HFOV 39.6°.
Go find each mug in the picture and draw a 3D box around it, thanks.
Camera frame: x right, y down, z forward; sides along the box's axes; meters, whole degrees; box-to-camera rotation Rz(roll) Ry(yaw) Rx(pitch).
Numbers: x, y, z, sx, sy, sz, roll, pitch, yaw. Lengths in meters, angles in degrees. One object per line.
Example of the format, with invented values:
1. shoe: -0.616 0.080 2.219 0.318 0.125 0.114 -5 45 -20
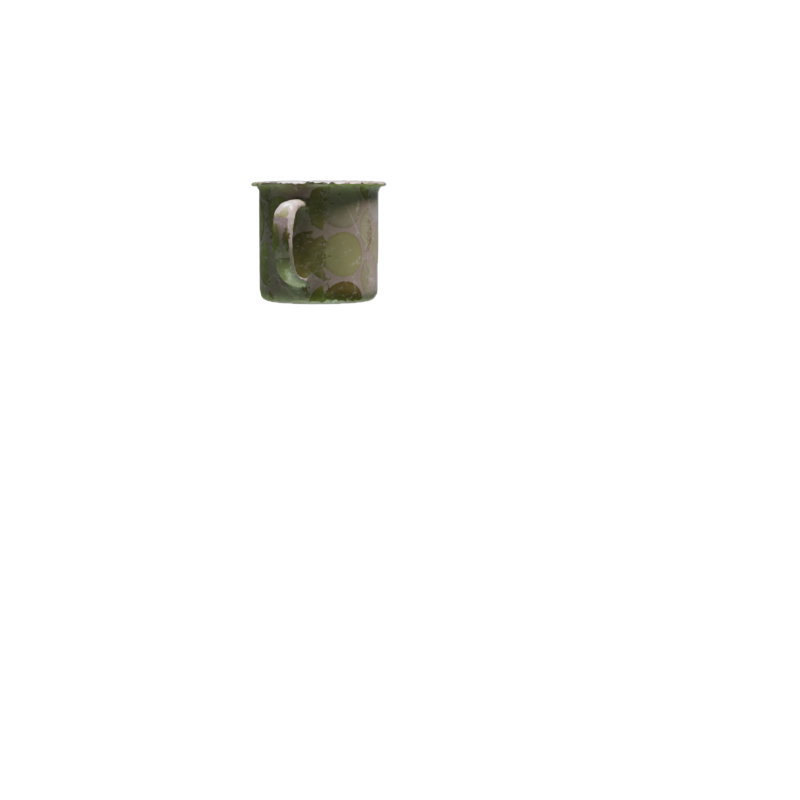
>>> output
1. mug: -0.059 -0.107 0.752 0.095 0.081 0.116 2 7 15
